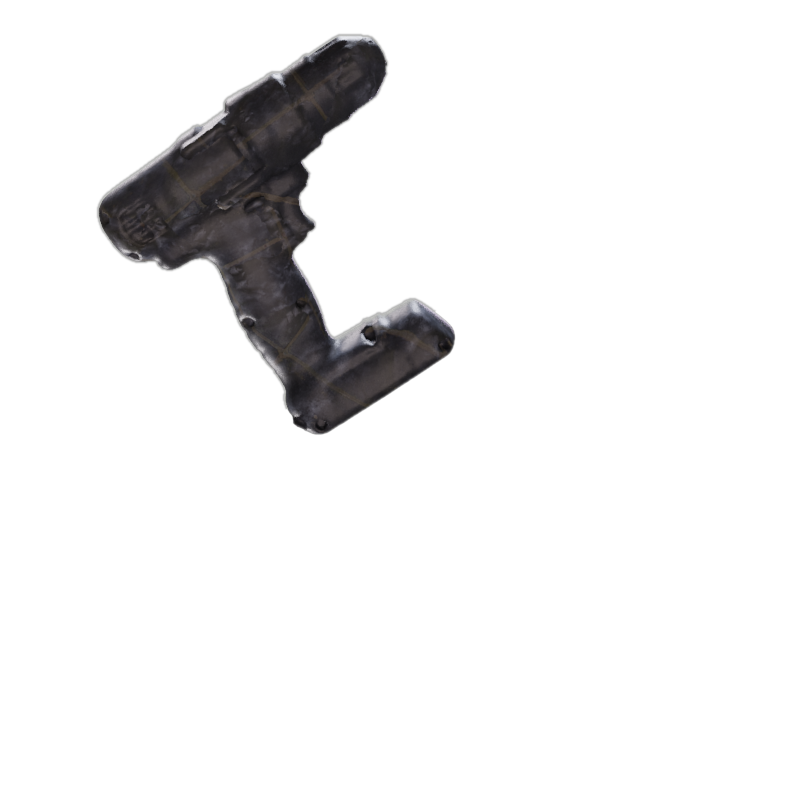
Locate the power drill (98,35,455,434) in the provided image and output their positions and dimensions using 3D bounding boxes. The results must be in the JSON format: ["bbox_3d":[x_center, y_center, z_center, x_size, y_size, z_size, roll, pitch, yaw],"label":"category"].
[{"bbox_3d":[-0.049,-0.090,0.632,0.184,0.182,0.059,-34,11,7],"label":"power drill"}]
